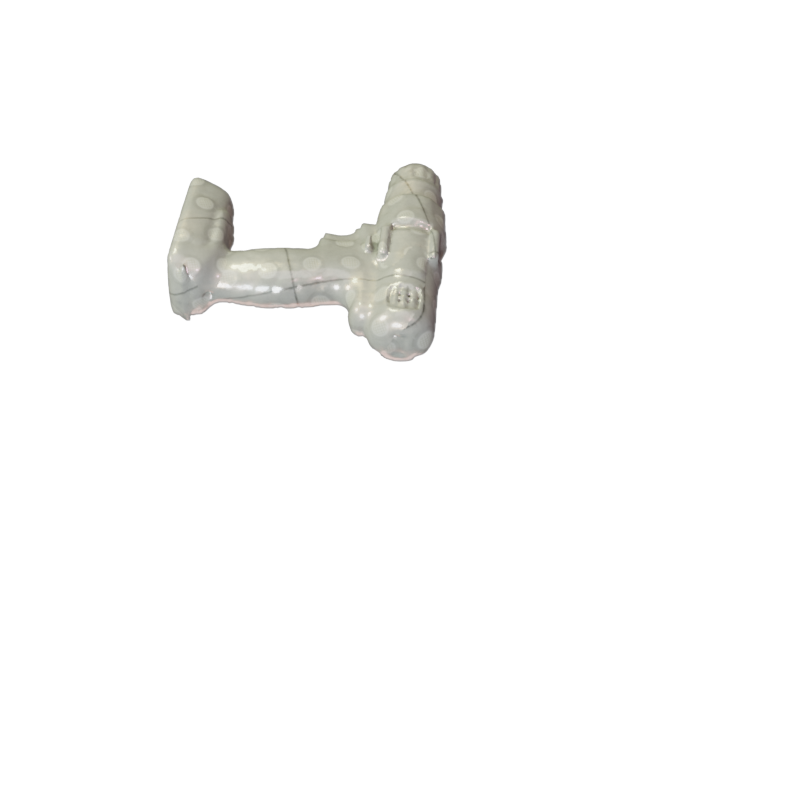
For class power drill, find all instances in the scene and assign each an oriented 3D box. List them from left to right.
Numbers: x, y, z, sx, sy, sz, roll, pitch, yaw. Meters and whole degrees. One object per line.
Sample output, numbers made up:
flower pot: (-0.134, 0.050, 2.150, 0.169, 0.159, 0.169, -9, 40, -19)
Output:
power drill: (-0.061, -0.112, 0.783, 0.189, 0.053, 0.196, 4, 44, 4)
